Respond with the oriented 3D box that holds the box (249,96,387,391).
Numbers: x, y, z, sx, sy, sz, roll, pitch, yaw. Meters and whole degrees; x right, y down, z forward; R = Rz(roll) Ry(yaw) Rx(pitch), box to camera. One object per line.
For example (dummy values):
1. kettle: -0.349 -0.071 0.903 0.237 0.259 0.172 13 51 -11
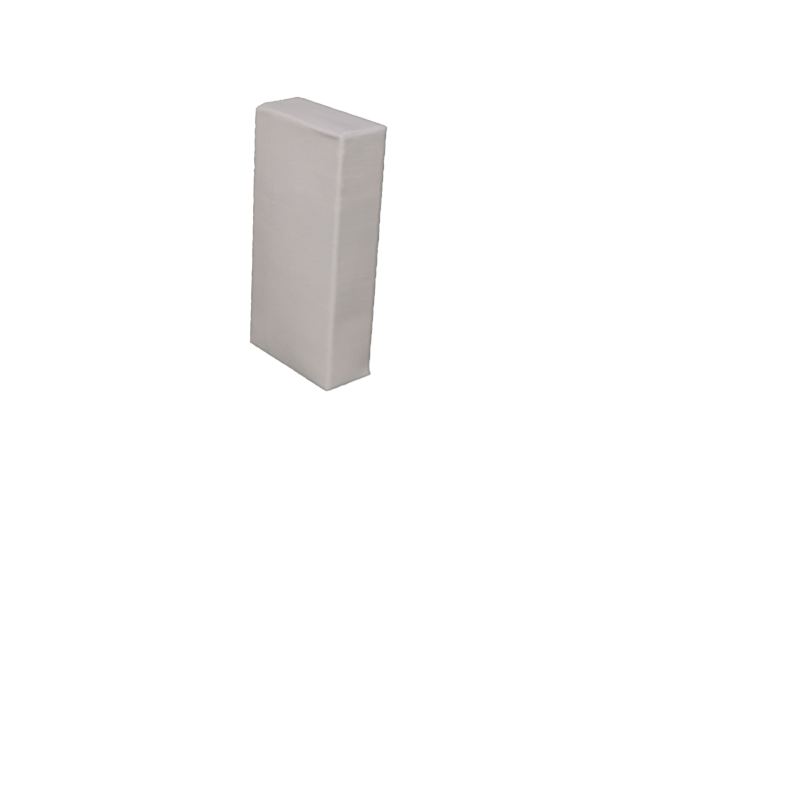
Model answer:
1. box: -0.058 -0.105 0.739 0.047 0.168 0.100 -17 30 -37
